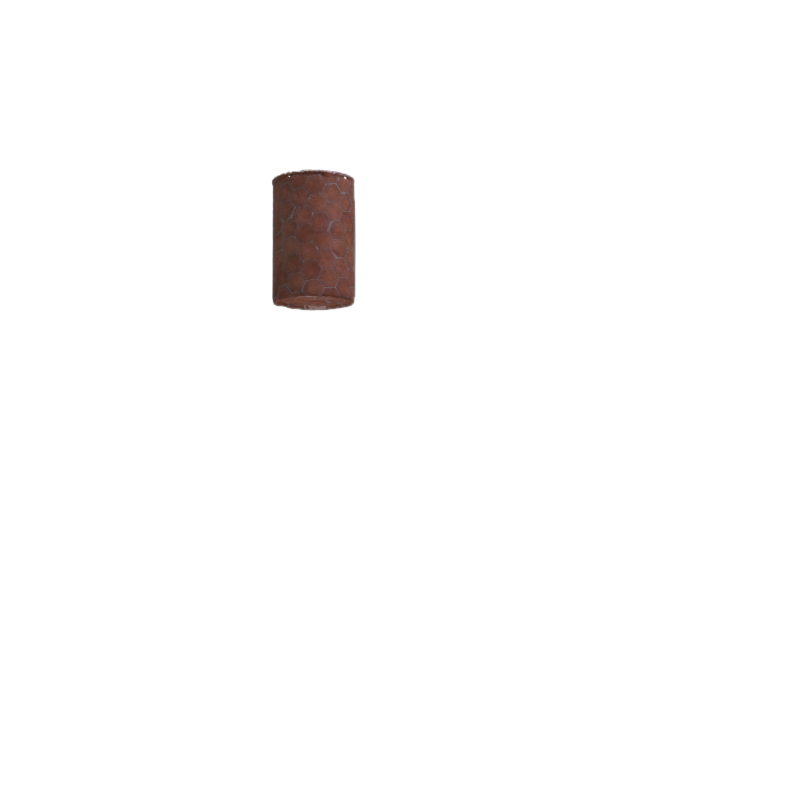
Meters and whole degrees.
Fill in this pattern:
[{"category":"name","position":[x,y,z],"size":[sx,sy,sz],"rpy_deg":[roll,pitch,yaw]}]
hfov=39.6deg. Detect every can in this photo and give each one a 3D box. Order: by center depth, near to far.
[{"category":"can","position":[-0.070,-0.128,0.894],"size":[0.068,0.105,0.067],"rpy_deg":[0,-10,-2]}]
